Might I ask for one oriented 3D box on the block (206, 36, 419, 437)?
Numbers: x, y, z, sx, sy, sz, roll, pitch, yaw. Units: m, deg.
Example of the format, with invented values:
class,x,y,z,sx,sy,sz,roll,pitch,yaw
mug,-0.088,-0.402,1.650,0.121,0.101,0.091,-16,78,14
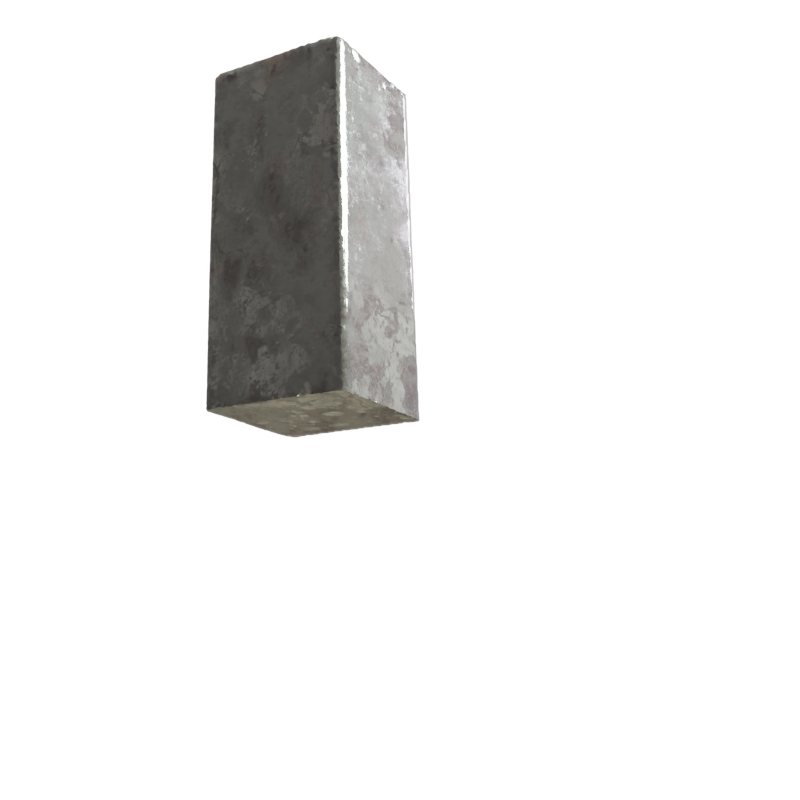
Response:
class,x,y,z,sx,sy,sz,roll,pitch,yaw
block,-0.051,-0.093,0.647,0.092,0.216,0.084,-12,-22,28
